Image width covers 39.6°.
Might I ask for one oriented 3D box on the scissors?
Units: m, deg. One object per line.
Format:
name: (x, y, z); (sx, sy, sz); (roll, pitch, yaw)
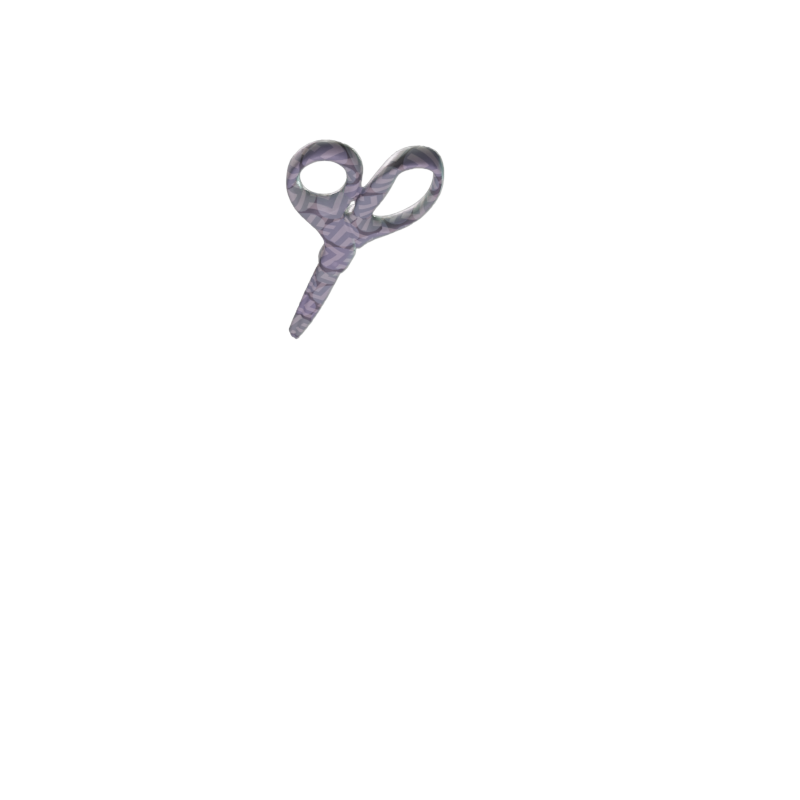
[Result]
scissors: (-0.052, -0.095, 0.667); (0.091, 0.017, 0.198); (20, -36, -29)
